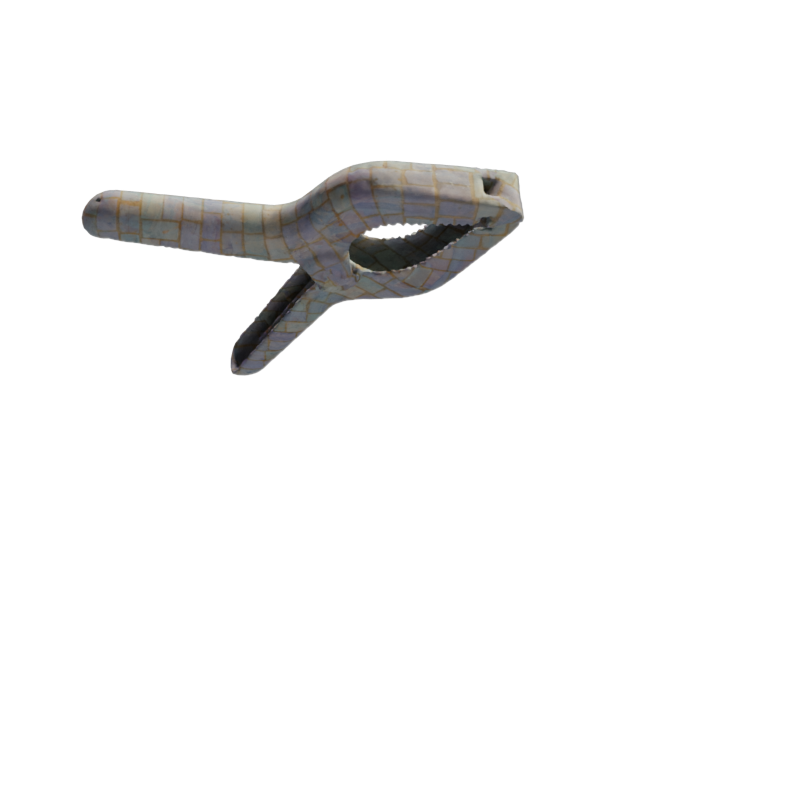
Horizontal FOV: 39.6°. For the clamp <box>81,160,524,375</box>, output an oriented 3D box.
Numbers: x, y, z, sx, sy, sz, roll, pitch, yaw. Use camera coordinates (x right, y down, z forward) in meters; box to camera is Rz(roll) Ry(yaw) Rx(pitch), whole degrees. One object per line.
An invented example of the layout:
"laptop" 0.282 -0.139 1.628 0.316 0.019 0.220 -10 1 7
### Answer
"clamp" -0.044 -0.081 0.565 0.212 0.039 0.152 -17 -35 26
